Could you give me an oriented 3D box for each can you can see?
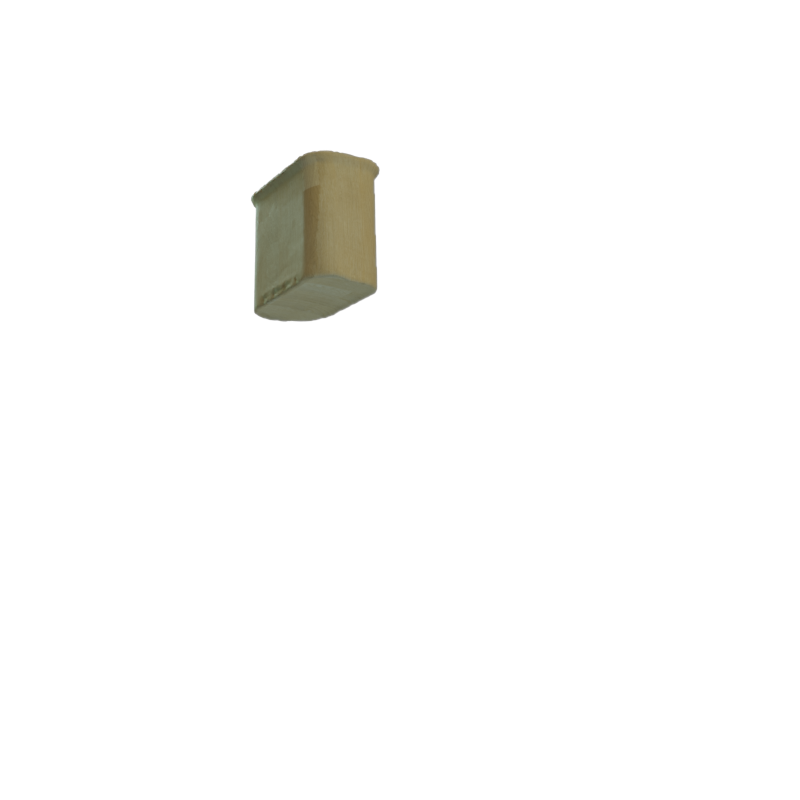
[{"bbox_3d":[-0.057,-0.103,0.723,0.055,0.088,0.102,10,-20,-31],"label":"can"}]
